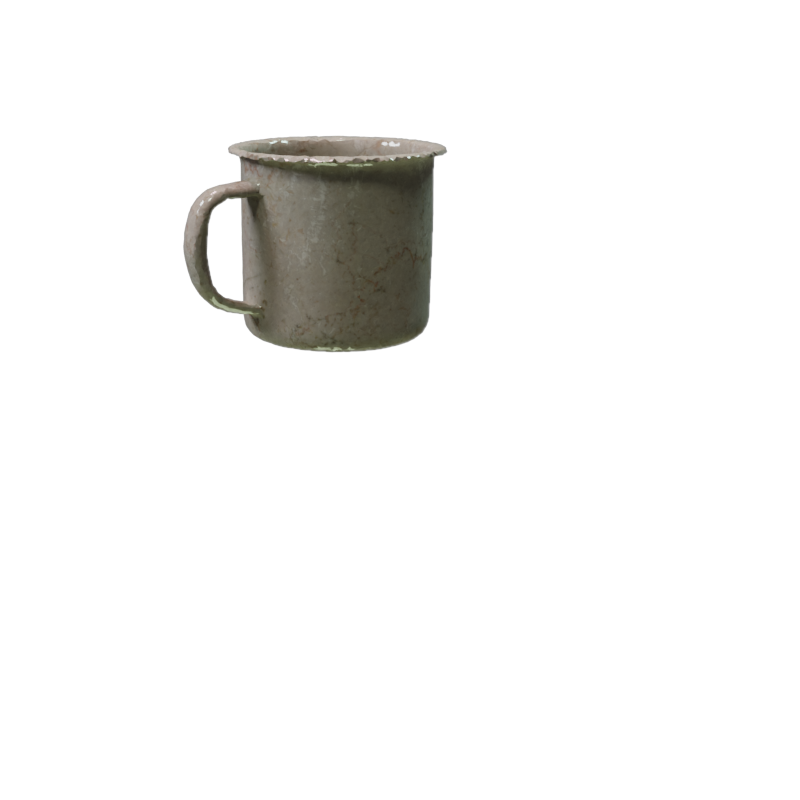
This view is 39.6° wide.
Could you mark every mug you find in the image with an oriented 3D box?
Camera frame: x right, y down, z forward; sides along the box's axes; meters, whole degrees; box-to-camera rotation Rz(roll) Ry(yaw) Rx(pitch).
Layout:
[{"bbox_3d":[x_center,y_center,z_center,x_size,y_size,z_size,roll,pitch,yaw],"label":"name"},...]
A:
[{"bbox_3d":[-0.037,-0.068,0.473,0.114,0.079,0.099,-11,19,-34],"label":"mug"}]
